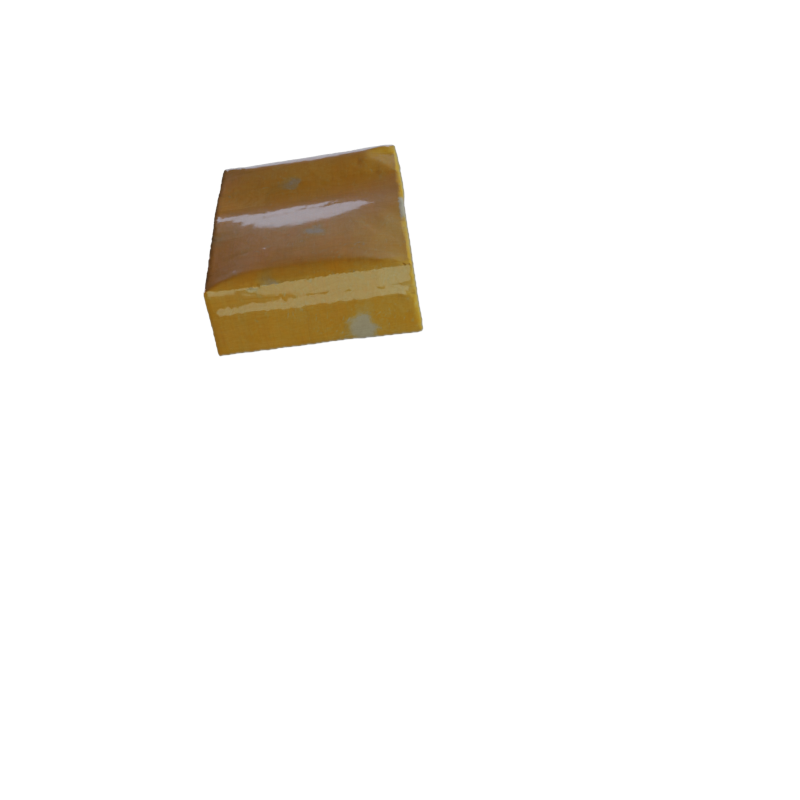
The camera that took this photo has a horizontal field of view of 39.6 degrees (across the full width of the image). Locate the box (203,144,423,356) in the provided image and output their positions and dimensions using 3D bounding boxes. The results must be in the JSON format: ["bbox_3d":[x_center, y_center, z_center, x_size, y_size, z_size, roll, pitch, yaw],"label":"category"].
[{"bbox_3d":[-0.073,-0.134,0.937,0.165,0.067,0.228,-8,36,3],"label":"box"}]
